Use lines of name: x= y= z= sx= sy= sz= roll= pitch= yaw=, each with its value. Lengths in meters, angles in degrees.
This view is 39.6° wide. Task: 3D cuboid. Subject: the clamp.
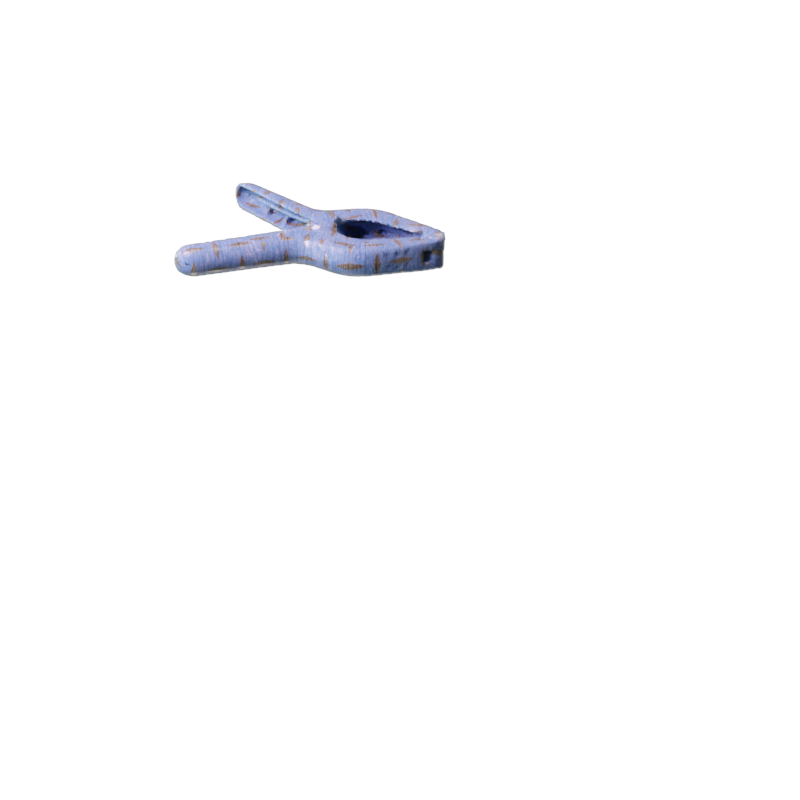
clamp: x=-0.071 y=-0.130 z=0.909 sx=0.216 sy=0.034 sz=0.169 roll=11 pitch=32 yaw=17
